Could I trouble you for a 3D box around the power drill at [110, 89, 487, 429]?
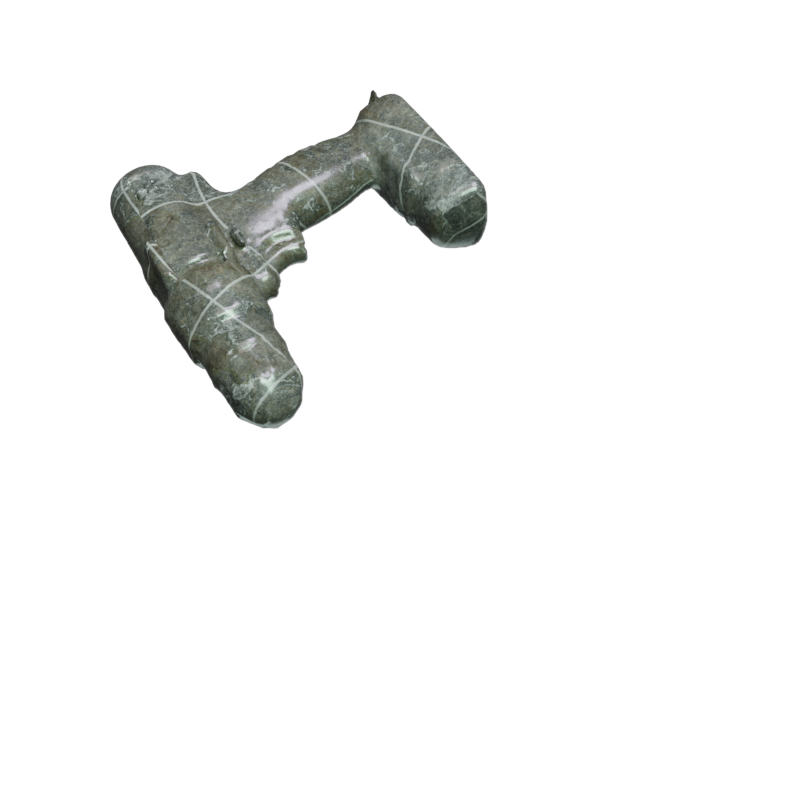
[{"bbox_3d":[-0.048,-0.088,0.617,0.187,0.198,0.053,-25,-33,-18],"label":"power drill"}]
